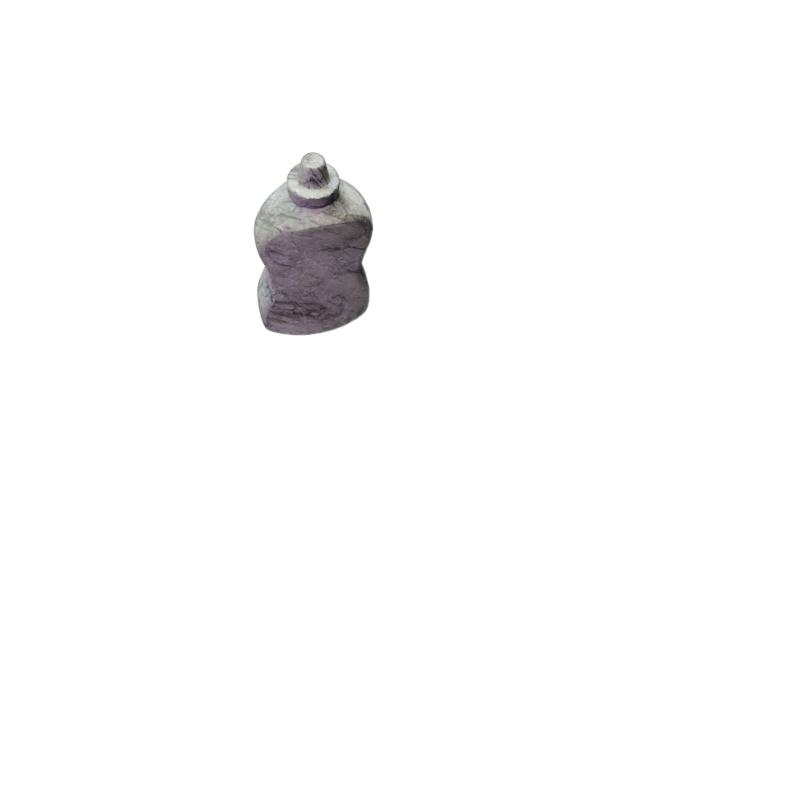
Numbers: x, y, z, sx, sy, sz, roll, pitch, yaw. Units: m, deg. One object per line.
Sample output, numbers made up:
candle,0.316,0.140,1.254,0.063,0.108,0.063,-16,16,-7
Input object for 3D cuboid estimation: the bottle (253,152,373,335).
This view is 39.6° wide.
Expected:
bottle,-0.071,-0.130,0.907,0.095,0.063,0.179,-9,-33,-9
